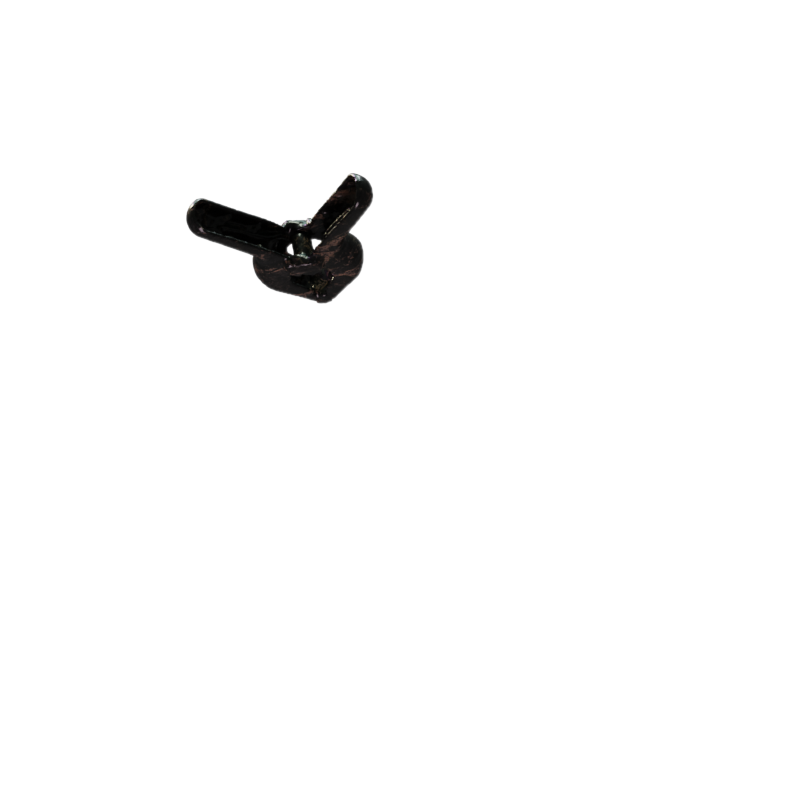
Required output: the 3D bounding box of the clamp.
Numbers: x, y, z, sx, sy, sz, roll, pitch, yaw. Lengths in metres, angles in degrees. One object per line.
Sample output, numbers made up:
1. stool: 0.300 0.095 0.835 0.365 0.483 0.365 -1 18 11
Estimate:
1. clamp: -0.060 -0.109 0.764 0.122 0.041 0.162 -4 -13 17
